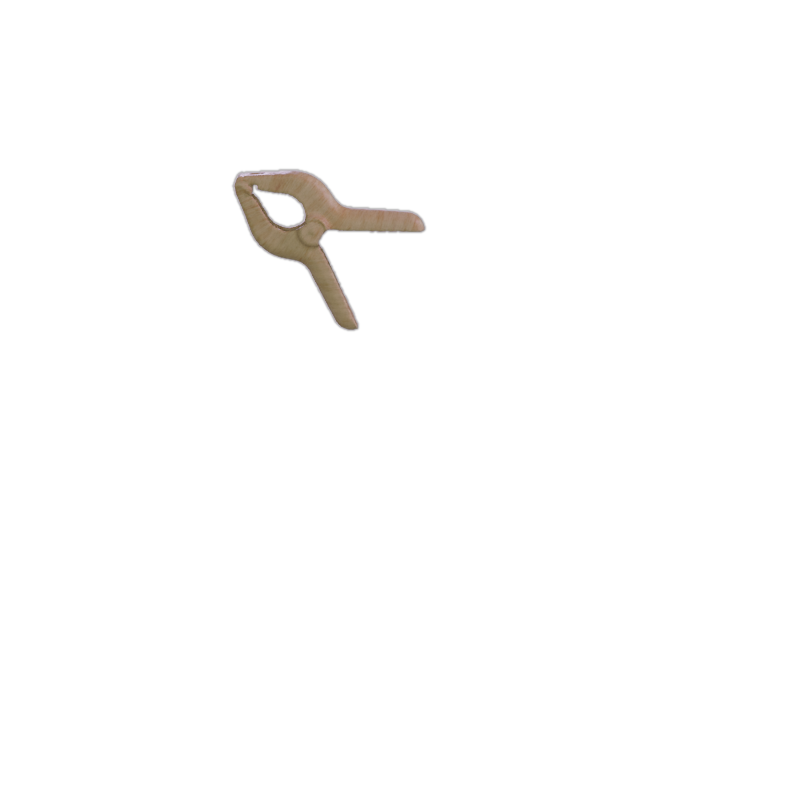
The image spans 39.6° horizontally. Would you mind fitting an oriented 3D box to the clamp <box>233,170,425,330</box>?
[{"bbox_3d":[-0.077,-0.141,0.986,0.171,0.119,0.039,25,3,-1],"label":"clamp"}]
